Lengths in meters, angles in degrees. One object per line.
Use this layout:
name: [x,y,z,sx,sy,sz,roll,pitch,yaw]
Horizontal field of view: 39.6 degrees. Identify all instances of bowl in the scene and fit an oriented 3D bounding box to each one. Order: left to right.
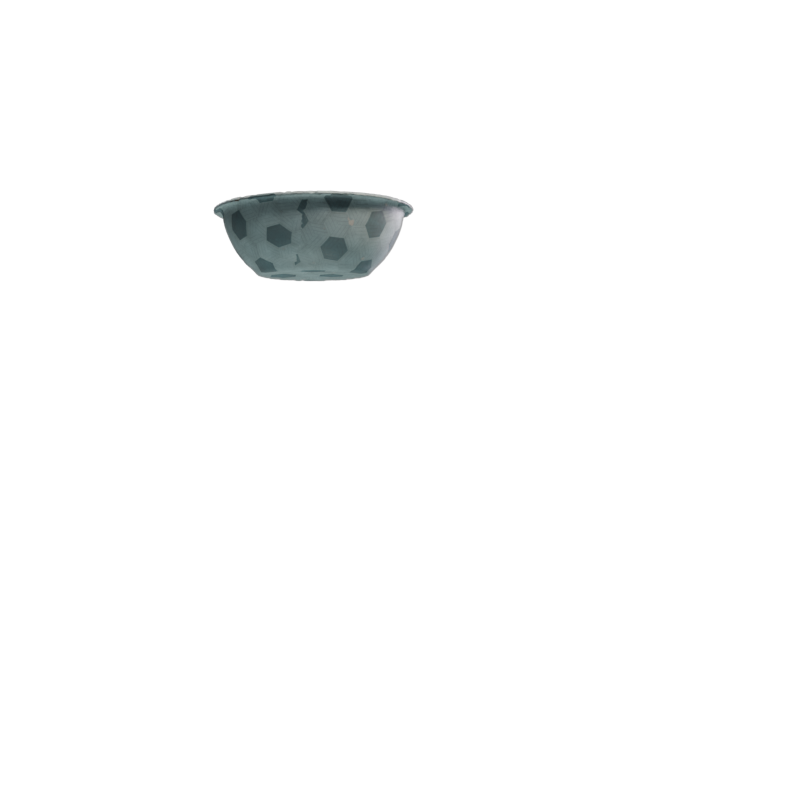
bowl: [-0.070,-0.128,0.896,0.162,0.056,0.161,0,-1,-2]
